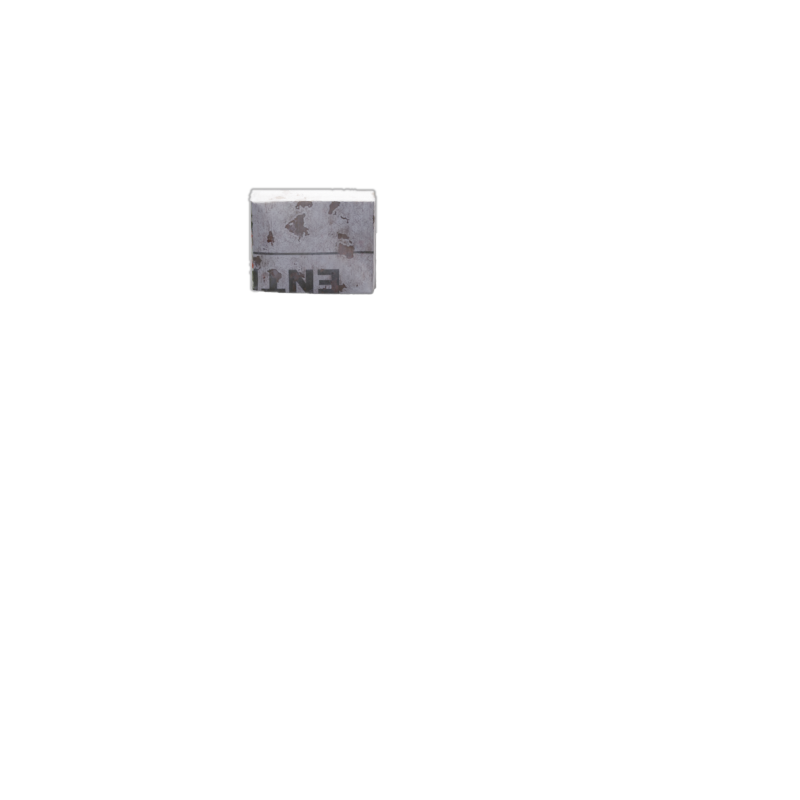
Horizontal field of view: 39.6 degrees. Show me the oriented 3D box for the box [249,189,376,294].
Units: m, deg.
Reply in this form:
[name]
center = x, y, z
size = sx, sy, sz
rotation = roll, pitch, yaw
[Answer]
[box]
center = -0.078, -0.142, 0.993
size = 0.113, 0.086, 0.041
rotation = 1, 19, -1
